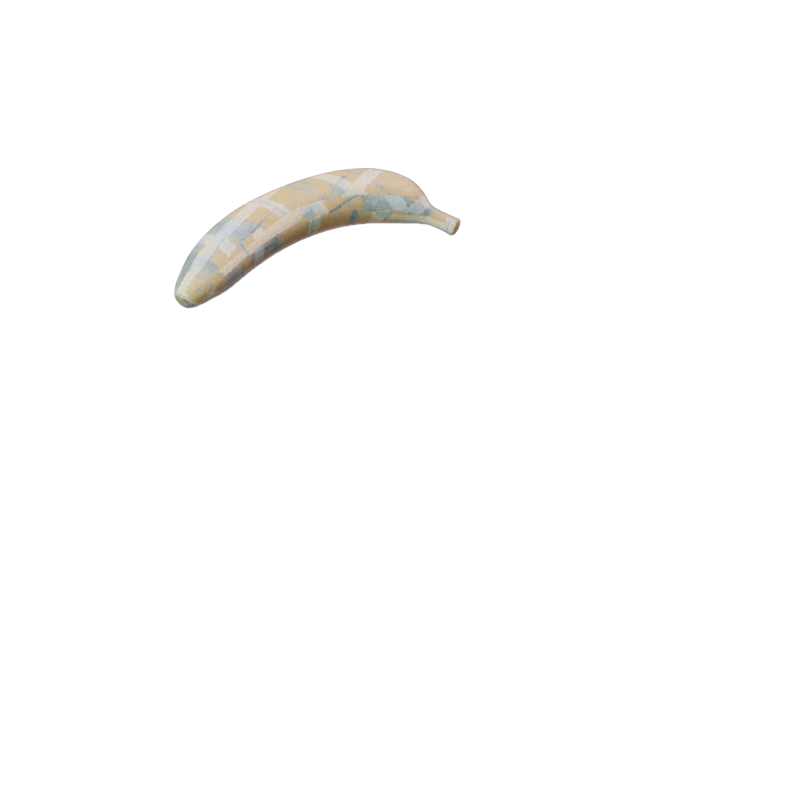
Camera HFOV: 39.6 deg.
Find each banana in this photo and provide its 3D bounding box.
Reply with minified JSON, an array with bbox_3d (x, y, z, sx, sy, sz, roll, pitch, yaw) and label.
[{"bbox_3d":[-0.060,-0.112,0.709,0.196,0.034,0.075,-20,45,-21],"label":"banana"}]
